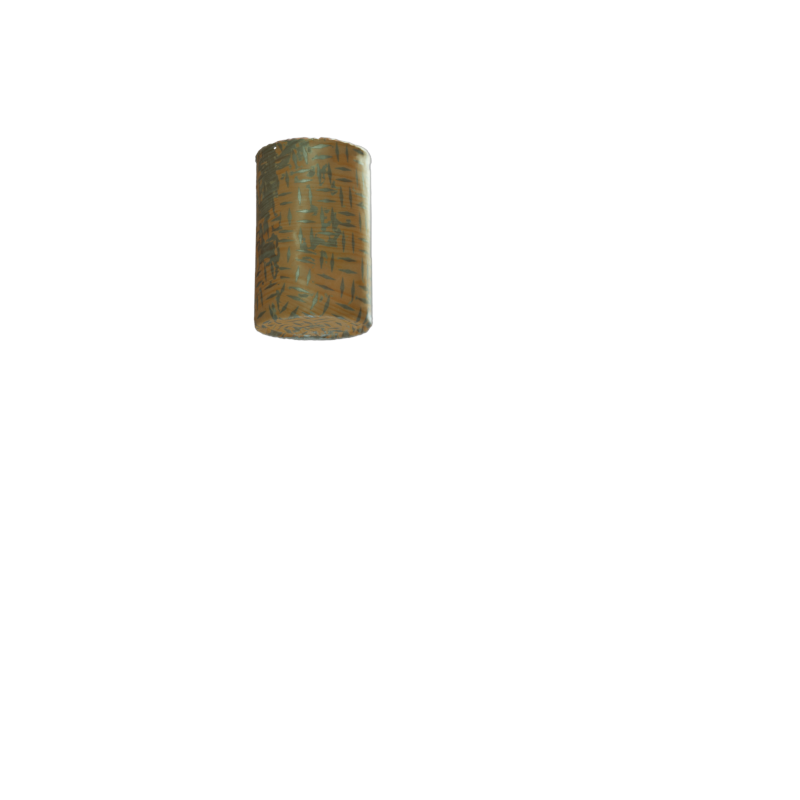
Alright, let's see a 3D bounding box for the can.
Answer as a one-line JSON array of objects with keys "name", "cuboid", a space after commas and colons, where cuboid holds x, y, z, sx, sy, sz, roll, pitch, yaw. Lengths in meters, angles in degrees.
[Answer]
[{"name": "can", "cuboid": [-0.049, -0.090, 0.631, 0.068, 0.106, 0.066, 0, -14, -2]}]
